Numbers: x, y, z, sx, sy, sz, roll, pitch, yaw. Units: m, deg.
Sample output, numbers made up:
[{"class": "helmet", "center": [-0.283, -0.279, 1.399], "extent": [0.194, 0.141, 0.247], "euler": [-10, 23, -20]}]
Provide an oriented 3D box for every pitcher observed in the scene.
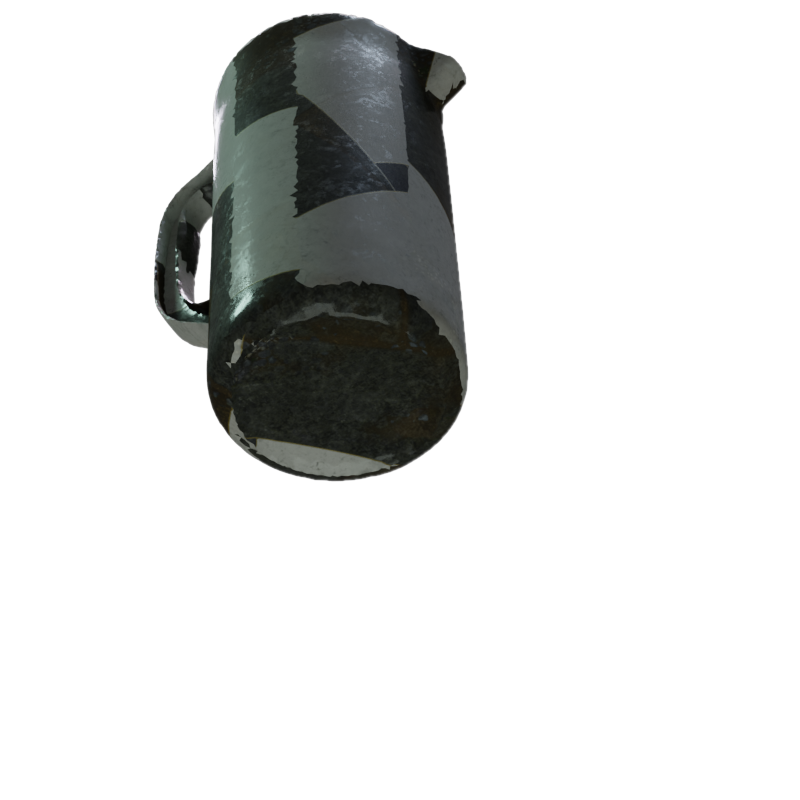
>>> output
[{"class": "pitcher", "center": [-0.043, -0.078, 0.549], "extent": [0.142, 0.142, 0.260], "euler": [13, 37, -13]}]
